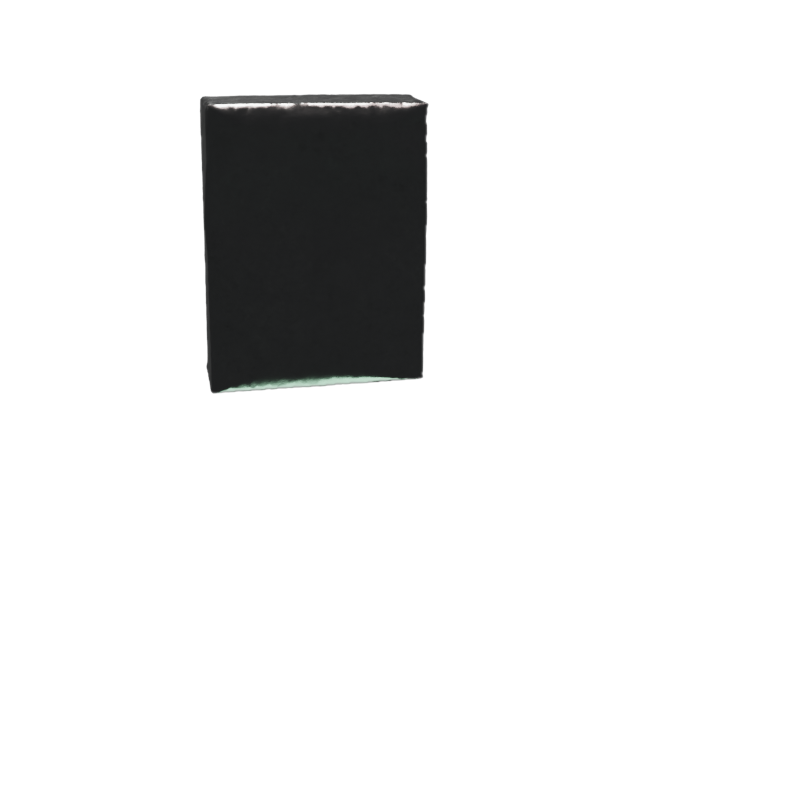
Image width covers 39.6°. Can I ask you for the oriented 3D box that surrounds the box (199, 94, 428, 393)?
[{"bbox_3d":[-0.065,-0.118,0.828,0.162,0.207,0.075,-2,14,-10],"label":"box"}]
